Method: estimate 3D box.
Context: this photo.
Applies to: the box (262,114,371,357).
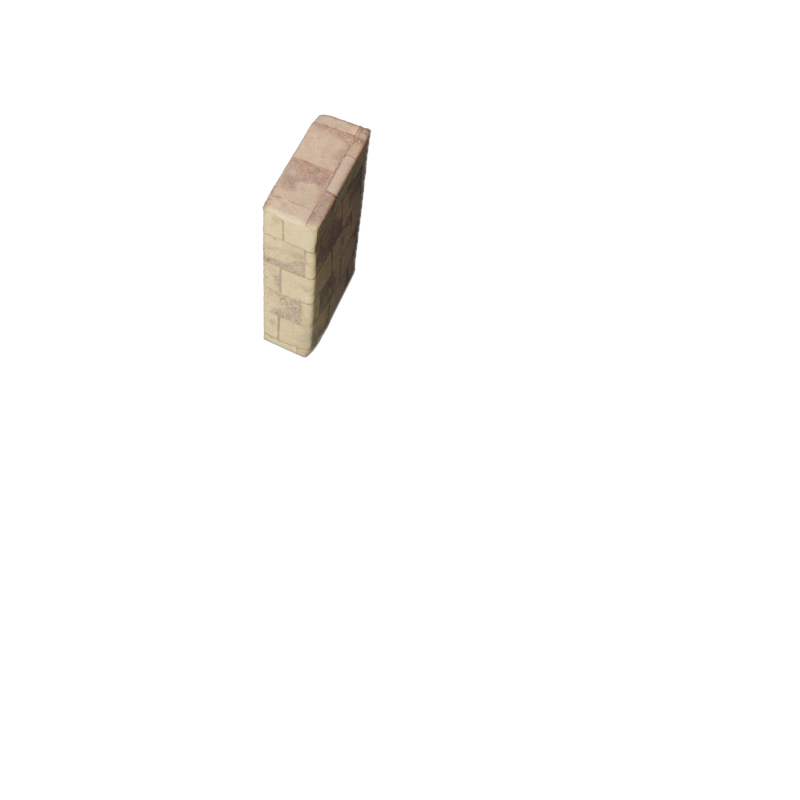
[{"bbox_3d":[-0.062,-0.113,0.793,0.049,0.097,0.165,21,-29,8],"label":"box"}]
